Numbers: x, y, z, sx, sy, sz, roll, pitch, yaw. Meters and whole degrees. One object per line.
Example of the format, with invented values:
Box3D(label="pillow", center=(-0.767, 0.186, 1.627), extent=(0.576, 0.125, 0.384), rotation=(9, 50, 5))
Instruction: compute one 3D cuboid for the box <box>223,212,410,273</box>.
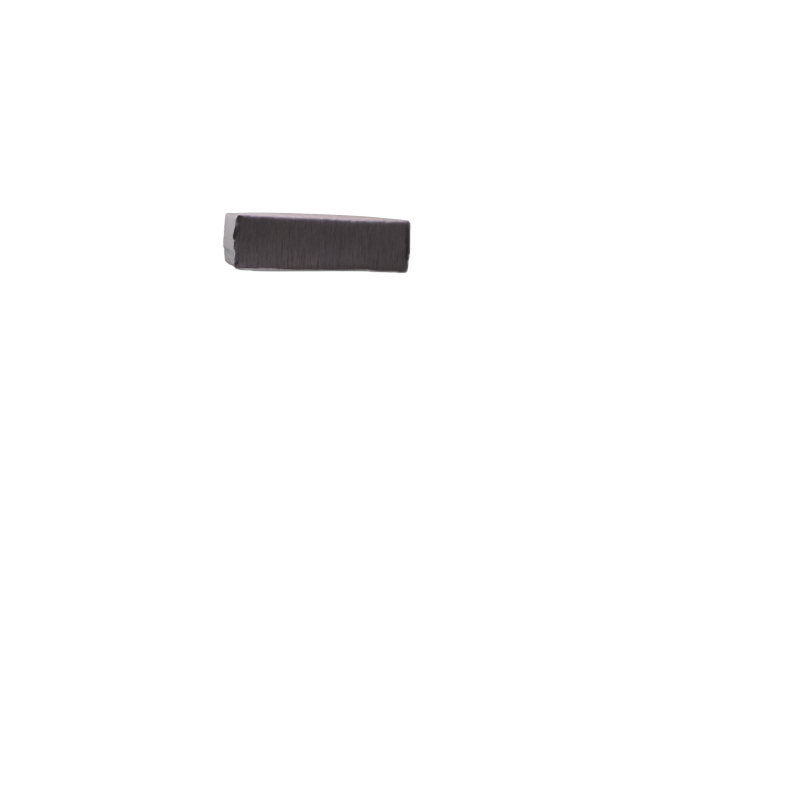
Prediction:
Box3D(label="box", center=(-0.057, -0.104, 0.729), extent=(0.112, 0.038, 0.092), rotation=(-1, 8, -11))
